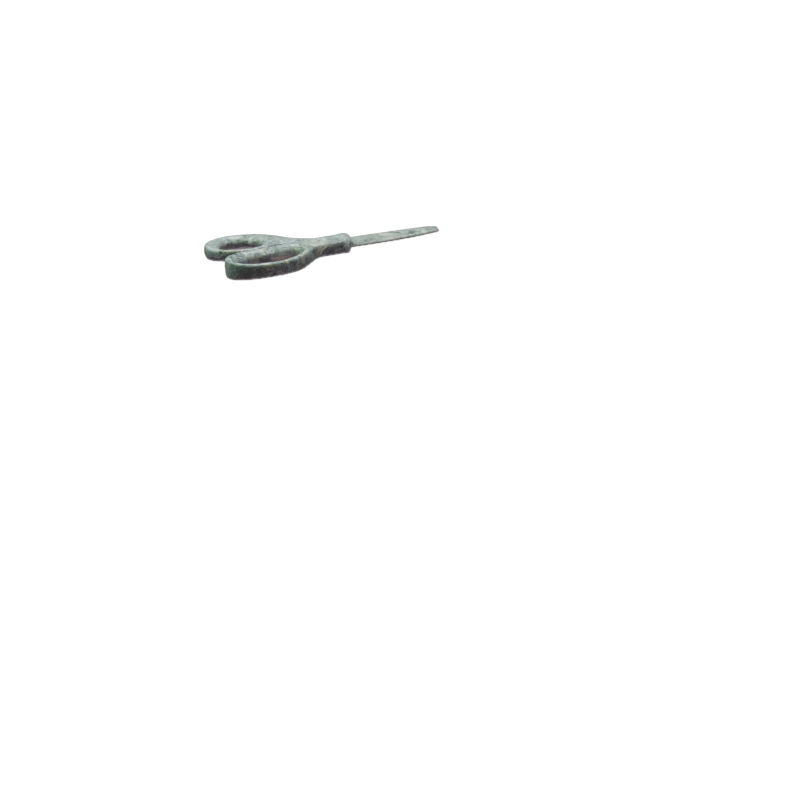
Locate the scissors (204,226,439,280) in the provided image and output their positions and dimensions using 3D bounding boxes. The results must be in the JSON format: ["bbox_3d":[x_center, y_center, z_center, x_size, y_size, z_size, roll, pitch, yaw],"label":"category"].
[{"bbox_3d":[-0.068,-0.125,0.873,0.102,0.015,0.199,18,28,37],"label":"scissors"}]
